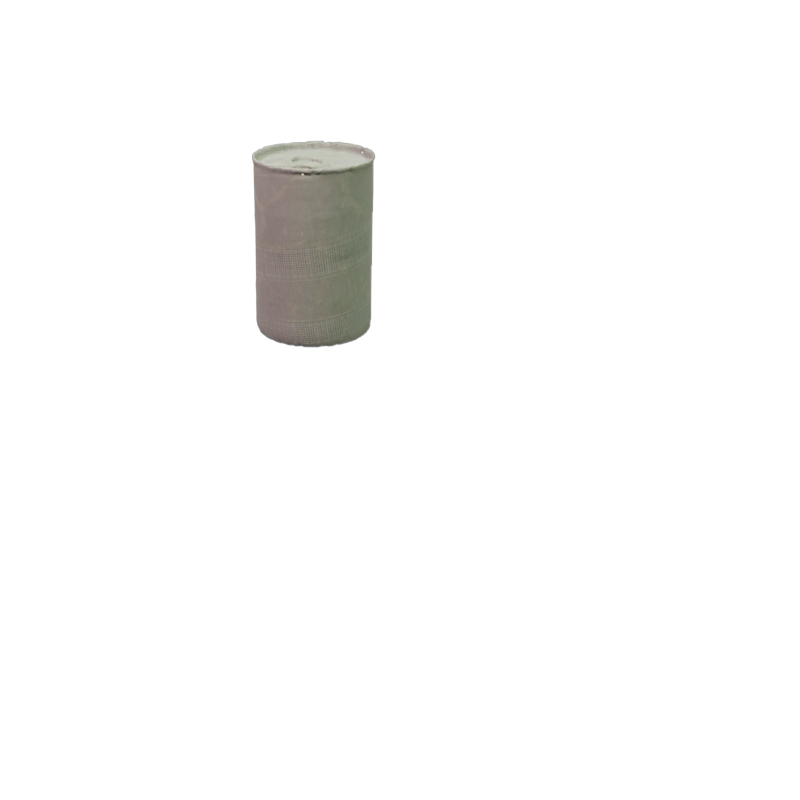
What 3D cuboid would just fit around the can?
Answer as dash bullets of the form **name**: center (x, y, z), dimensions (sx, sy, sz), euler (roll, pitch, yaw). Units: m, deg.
- **can**: center (-0.049, -0.089, 0.625), dimensions (0.068, 0.098, 0.072), euler (0, 21, -2)
